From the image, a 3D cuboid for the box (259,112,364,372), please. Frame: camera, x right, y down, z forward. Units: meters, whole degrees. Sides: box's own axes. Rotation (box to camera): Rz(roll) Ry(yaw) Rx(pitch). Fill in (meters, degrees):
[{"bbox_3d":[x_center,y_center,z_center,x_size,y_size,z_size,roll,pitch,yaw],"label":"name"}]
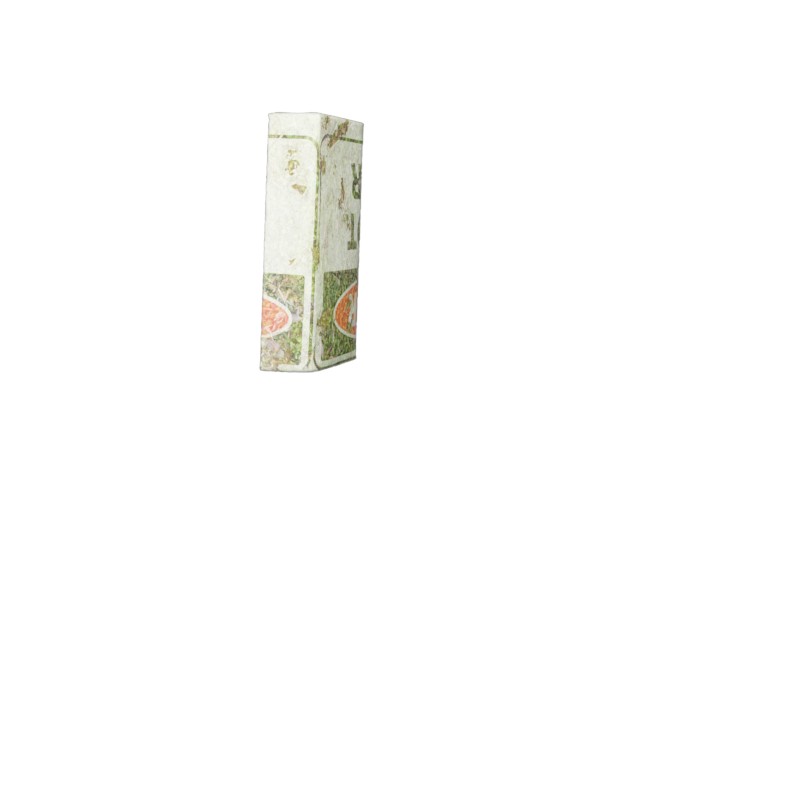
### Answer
[{"bbox_3d":[-0.061,-0.112,0.782,0.049,0.176,0.091,1,3,18],"label":"box"}]
